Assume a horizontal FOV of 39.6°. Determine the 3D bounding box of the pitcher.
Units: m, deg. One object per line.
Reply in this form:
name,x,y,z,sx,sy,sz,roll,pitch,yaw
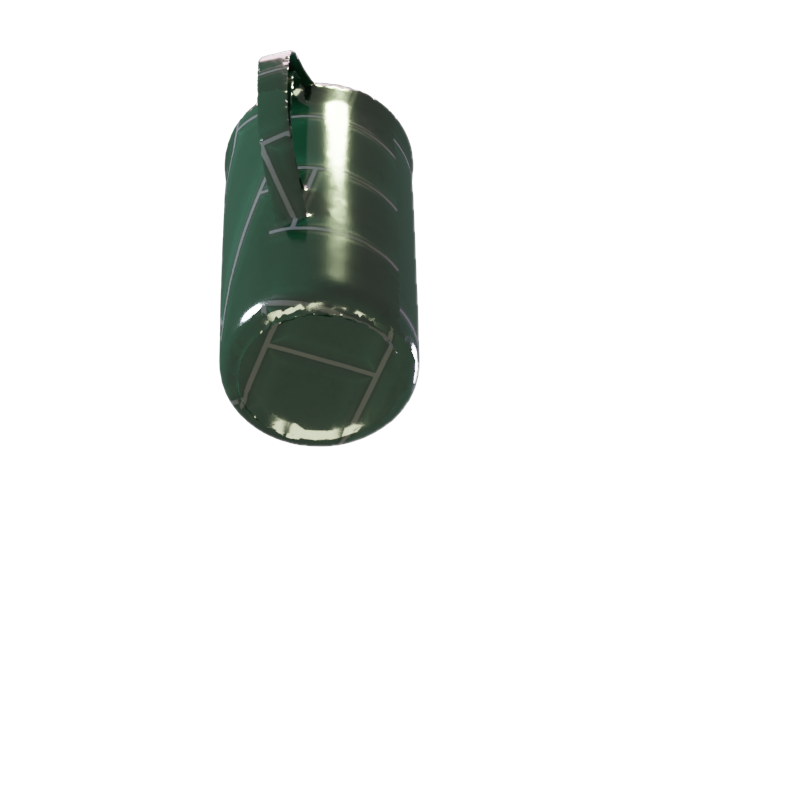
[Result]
pitcher,-0.054,-0.098,0.683,0.143,0.141,0.260,25,31,-20
